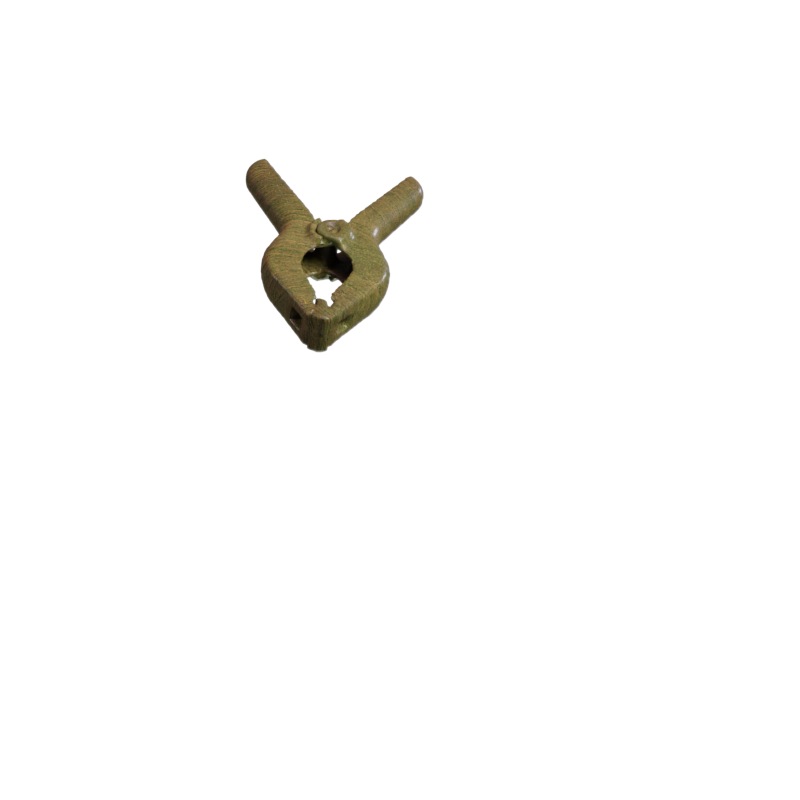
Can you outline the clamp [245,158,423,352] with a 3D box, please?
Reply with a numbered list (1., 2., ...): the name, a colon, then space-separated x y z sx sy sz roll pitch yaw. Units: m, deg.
1. clamp: -0.055 -0.101 0.704 0.122 0.037 0.181 7 39 8
